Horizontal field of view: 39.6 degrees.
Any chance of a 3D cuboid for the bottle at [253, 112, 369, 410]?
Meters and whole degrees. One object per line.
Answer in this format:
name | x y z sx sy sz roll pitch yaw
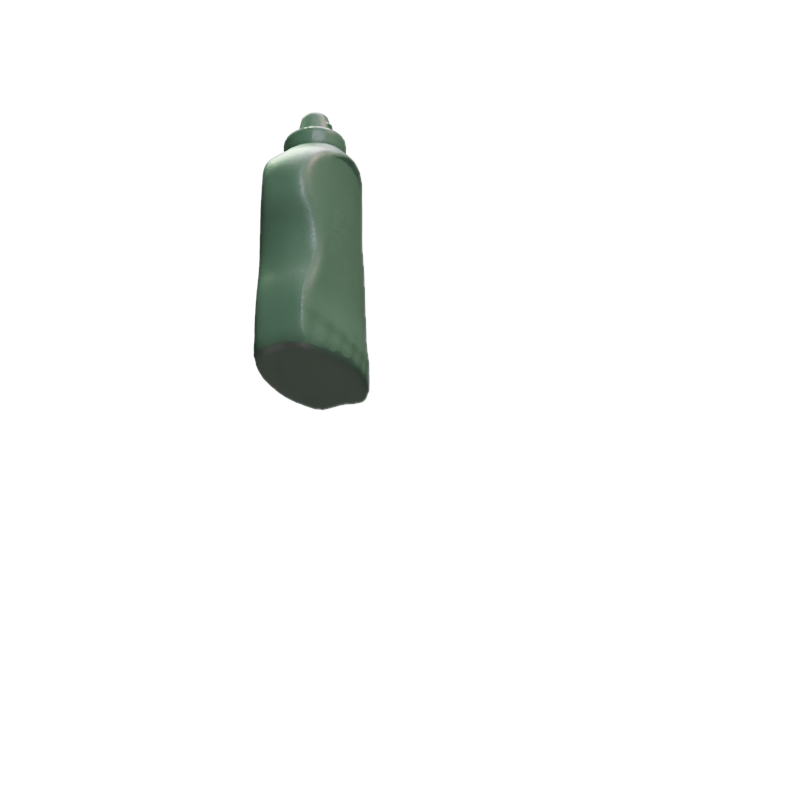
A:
bottle | -0.053 -0.098 0.689 0.059 0.204 0.089 -14 -32 20
